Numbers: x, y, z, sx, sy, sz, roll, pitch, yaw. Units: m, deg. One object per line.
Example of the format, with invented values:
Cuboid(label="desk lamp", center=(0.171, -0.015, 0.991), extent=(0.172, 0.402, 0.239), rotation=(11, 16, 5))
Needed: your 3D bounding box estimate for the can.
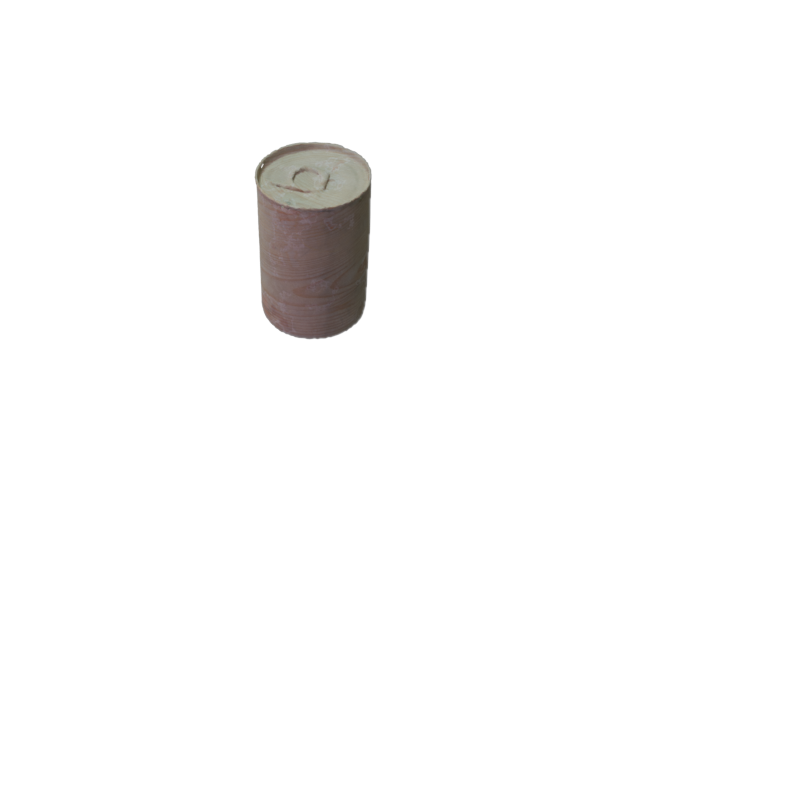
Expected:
Cuboid(label="can", center=(-0.053, -0.096, 0.672), extent=(0.068, 0.095, 0.073), rotation=(0, 42, -3))
